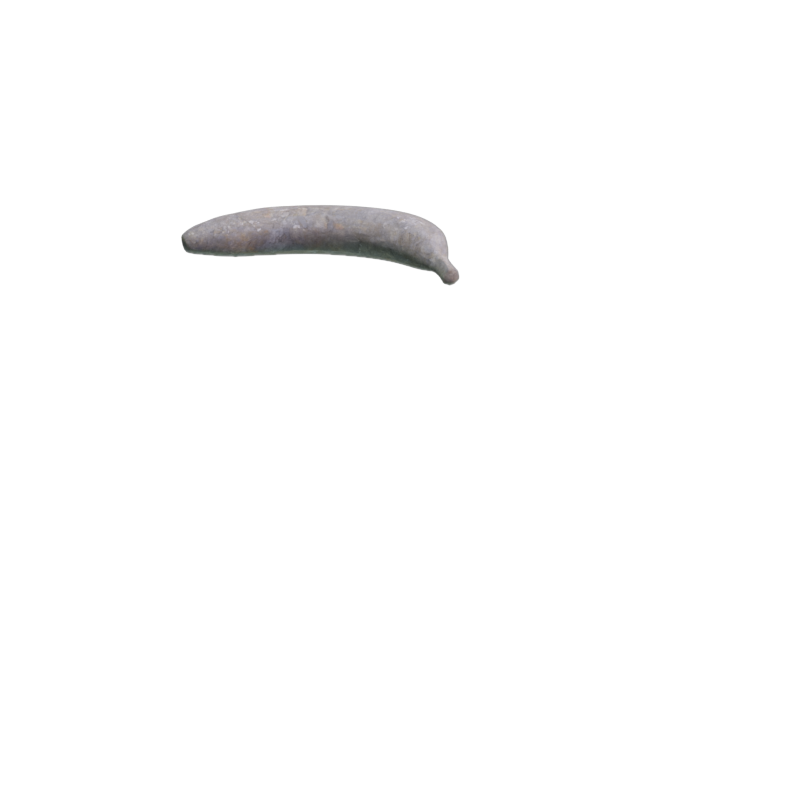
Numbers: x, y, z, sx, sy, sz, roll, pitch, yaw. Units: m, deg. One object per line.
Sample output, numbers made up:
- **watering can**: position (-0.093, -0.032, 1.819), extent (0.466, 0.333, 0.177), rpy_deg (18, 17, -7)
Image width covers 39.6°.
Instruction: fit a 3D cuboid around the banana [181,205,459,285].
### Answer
- **banana**: position (-0.051, -0.114, 0.771), extent (0.203, 0.035, 0.071), rpy_deg (7, 22, 17)
